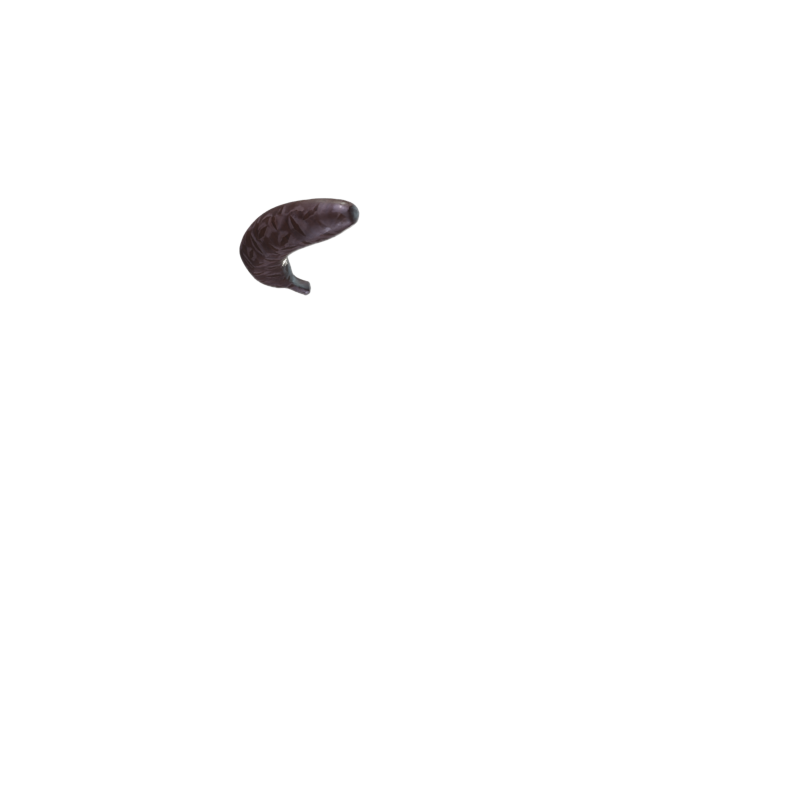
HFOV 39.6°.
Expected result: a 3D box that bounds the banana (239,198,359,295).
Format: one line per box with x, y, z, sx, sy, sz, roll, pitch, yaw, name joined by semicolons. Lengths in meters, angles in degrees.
-0.085;-0.120;0.845;0.068;0.038;0.195;2;-9;-14;banana
